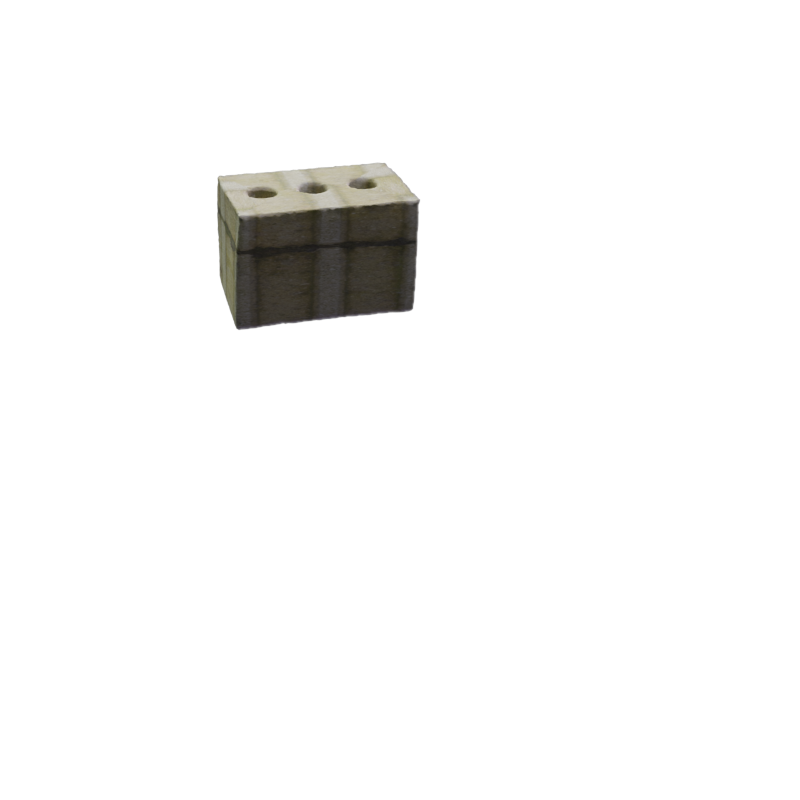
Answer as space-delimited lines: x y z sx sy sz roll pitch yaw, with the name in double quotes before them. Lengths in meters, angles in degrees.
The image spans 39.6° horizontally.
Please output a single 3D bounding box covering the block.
"block" -0.037 -0.068 0.475 0.077 0.048 0.056 -7 29 -14
